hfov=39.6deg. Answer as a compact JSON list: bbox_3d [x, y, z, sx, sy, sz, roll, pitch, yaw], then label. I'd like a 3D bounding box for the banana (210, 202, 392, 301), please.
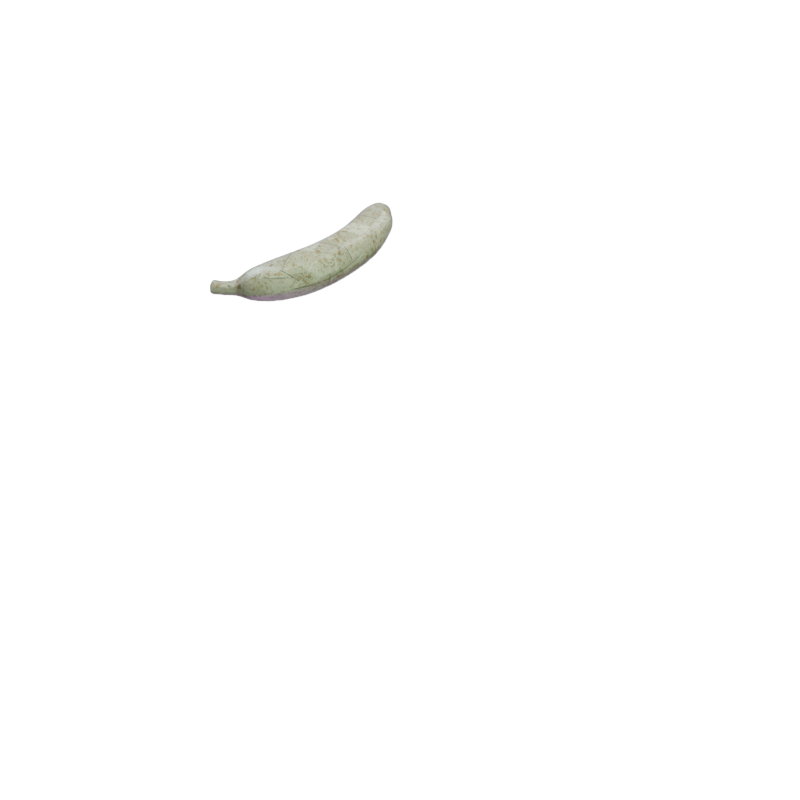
[{"bbox_3d":[-0.065,-0.127,0.947,0.197,0.034,0.074,-29,45,-34],"label":"banana"}]
